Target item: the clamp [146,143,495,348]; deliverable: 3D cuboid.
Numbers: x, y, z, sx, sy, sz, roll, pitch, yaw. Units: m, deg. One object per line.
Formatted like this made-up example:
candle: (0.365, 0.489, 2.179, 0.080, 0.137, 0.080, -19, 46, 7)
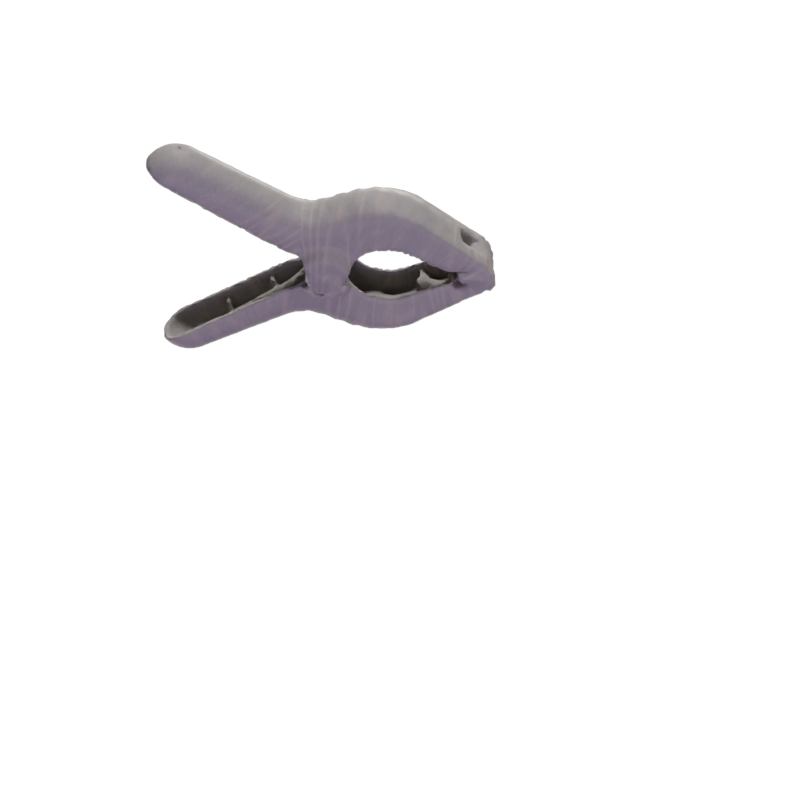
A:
clamp: (-0.042, -0.076, 0.534, 0.172, 0.042, 0.111, -5, -41, 5)
